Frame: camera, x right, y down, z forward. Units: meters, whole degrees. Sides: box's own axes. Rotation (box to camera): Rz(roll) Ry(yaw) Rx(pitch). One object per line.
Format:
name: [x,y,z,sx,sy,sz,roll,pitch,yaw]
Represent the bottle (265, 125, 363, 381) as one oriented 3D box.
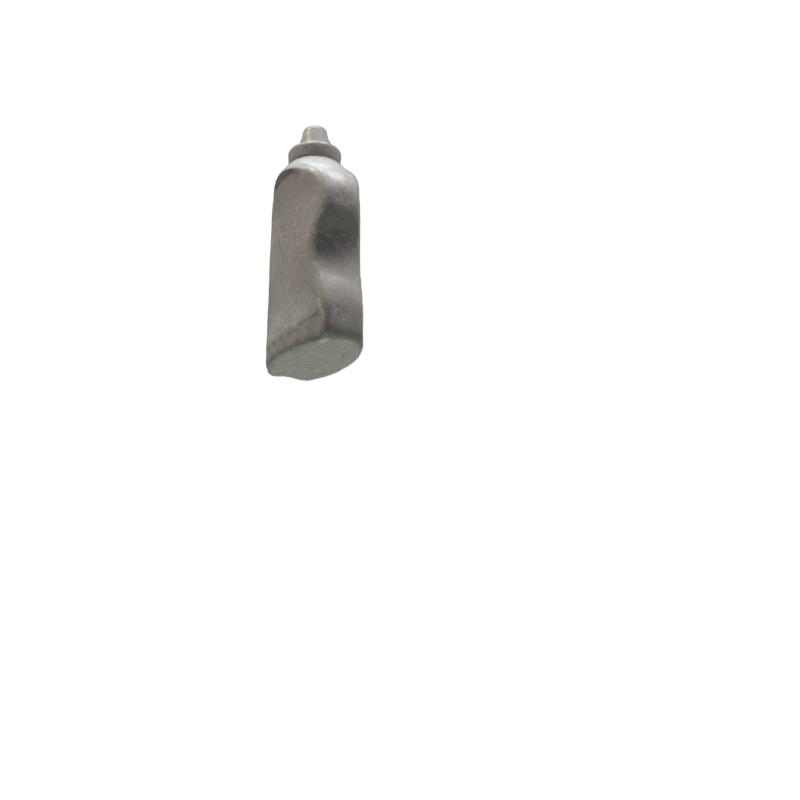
bottle: [-0.064,-0.118,0.825,0.056,0.202,0.095,10,-25,-26]
